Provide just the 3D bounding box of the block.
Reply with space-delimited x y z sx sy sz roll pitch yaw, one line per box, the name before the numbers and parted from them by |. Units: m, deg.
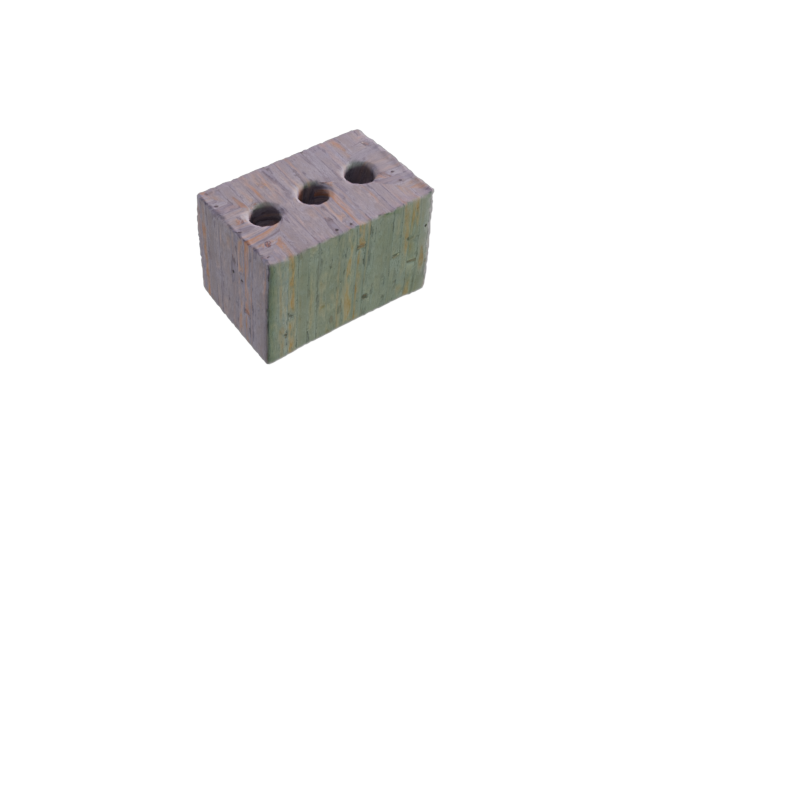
block | -0.034 -0.062 0.436 0.078 0.048 0.057 -28 53 -25
